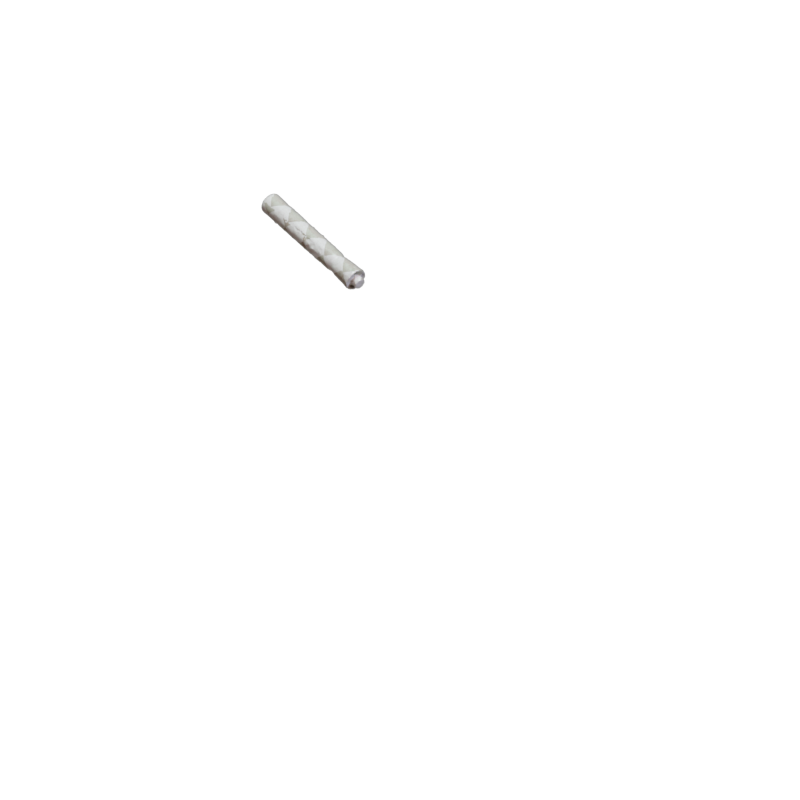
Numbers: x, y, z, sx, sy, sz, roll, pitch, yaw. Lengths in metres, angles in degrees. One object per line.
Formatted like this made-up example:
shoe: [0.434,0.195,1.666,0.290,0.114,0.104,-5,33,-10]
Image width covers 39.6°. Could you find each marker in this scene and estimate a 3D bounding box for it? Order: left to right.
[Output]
marker: [-0.070,-0.128,0.894,0.019,0.019,0.130,-3,38,-46]
